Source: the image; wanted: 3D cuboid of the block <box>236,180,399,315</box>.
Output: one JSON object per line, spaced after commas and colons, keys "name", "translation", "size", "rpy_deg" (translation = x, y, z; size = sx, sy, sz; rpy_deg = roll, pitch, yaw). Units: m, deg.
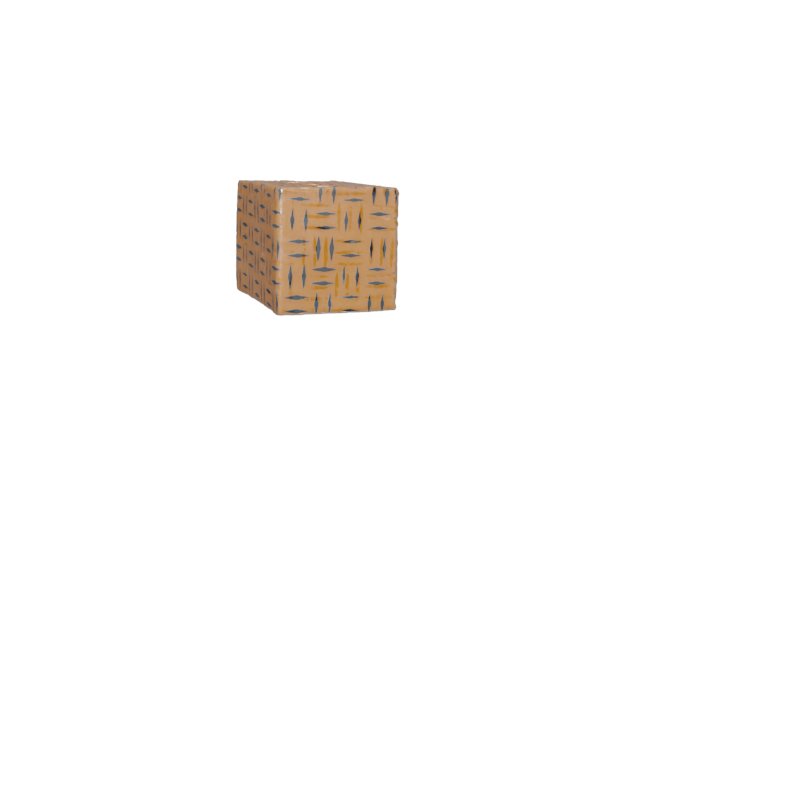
{"name": "block", "translation": [-0.037, -0.068, 0.477], "size": [0.052, 0.050, 0.081], "rpy_deg": [-3, 11, -19]}
